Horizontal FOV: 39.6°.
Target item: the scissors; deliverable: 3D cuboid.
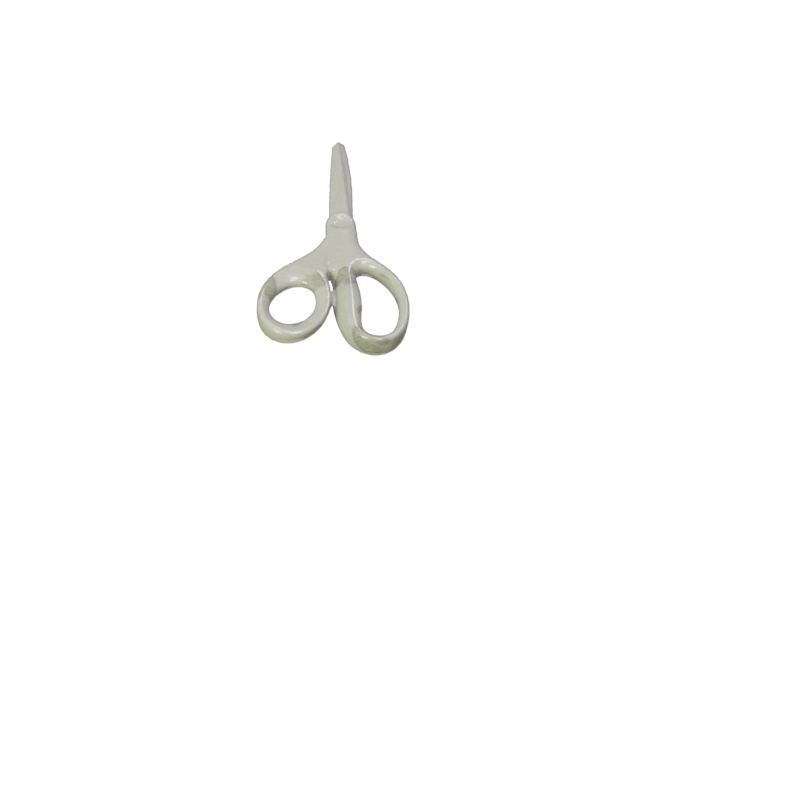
[{"bbox_3d":[-0.054,-0.098,0.685,0.095,0.015,0.219,-12,44,-12],"label":"scissors"}]
